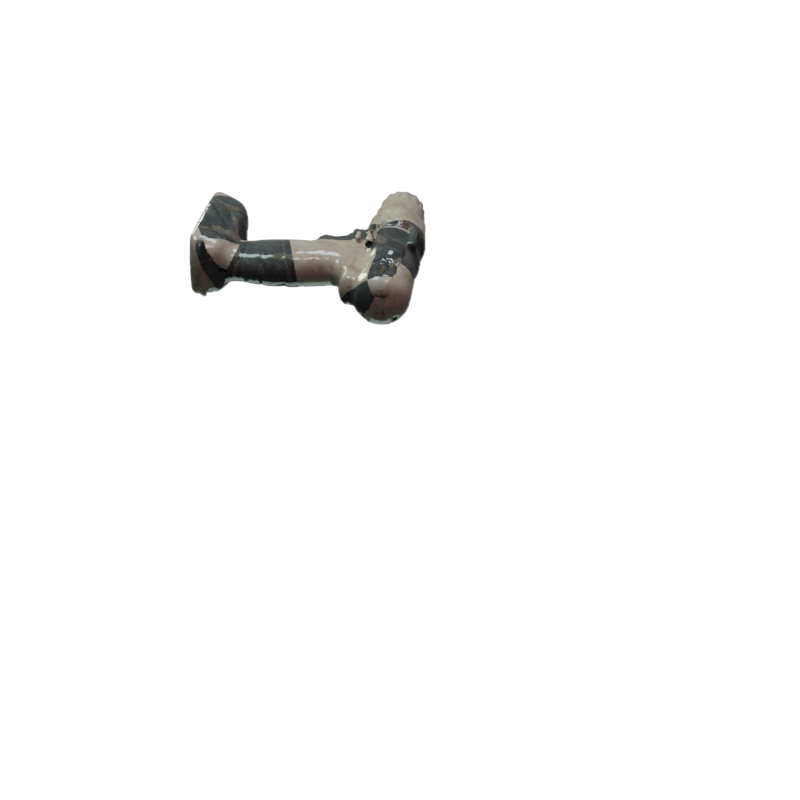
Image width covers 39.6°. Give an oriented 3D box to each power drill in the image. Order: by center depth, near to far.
[{"bbox_3d":[-0.073,-0.133,0.933,0.190,0.054,0.194,4,32,7],"label":"power drill"}]
